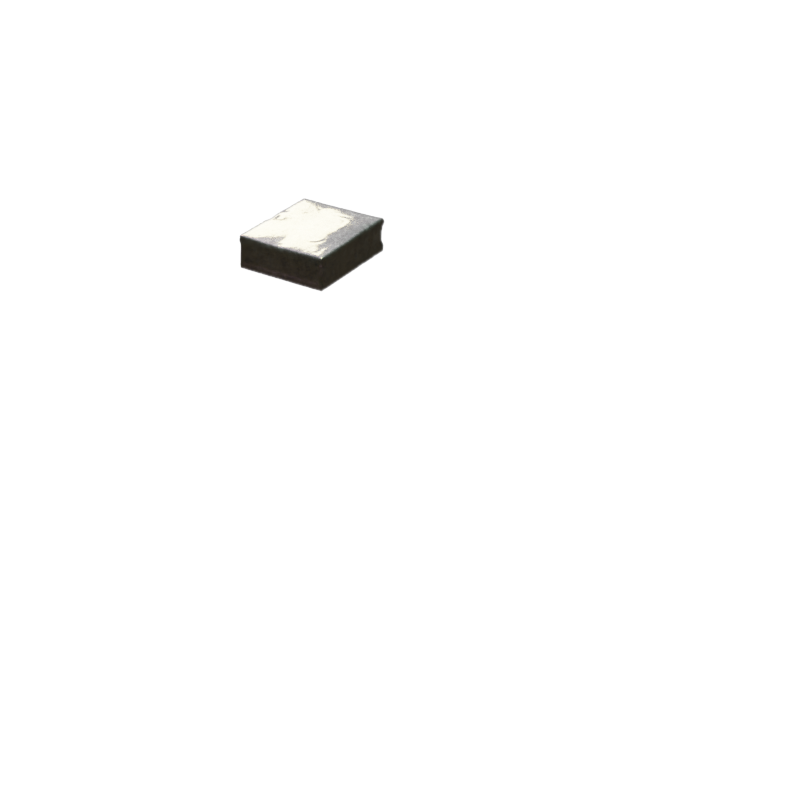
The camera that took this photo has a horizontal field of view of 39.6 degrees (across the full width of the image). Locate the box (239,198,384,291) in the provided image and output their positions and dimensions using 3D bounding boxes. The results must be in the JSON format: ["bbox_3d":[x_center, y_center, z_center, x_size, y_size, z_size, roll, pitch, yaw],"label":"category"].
[{"bbox_3d":[-0.065,-0.118,0.826,0.077,0.028,0.090,18,35,27],"label":"box"}]
